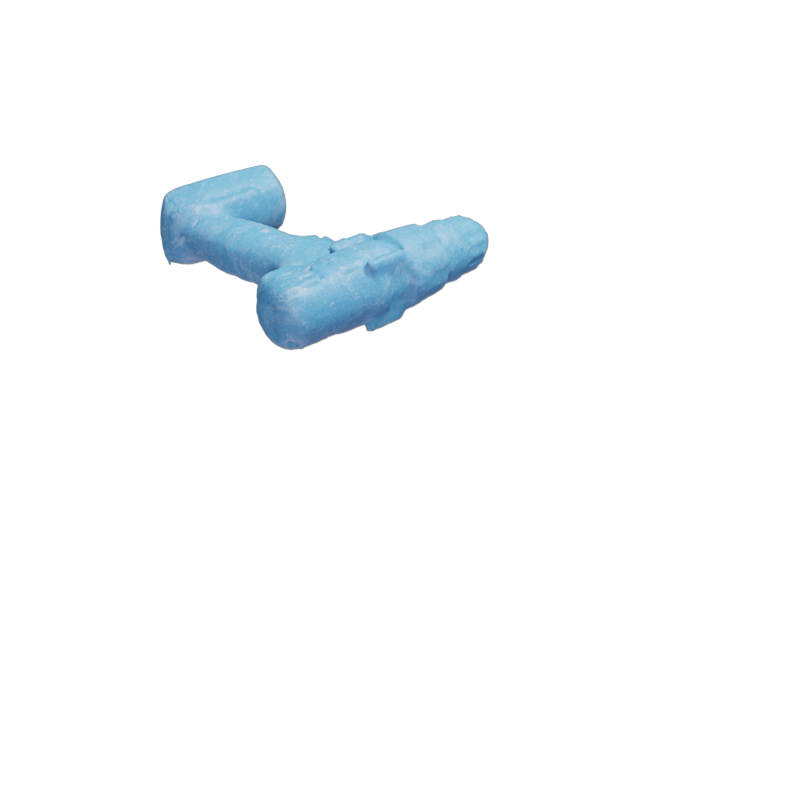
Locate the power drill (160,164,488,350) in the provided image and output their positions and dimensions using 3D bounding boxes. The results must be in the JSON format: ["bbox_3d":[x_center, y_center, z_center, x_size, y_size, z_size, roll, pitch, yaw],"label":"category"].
[{"bbox_3d":[-0.059,-0.107,0.753,0.182,0.054,0.200,-24,36,-37],"label":"power drill"}]
